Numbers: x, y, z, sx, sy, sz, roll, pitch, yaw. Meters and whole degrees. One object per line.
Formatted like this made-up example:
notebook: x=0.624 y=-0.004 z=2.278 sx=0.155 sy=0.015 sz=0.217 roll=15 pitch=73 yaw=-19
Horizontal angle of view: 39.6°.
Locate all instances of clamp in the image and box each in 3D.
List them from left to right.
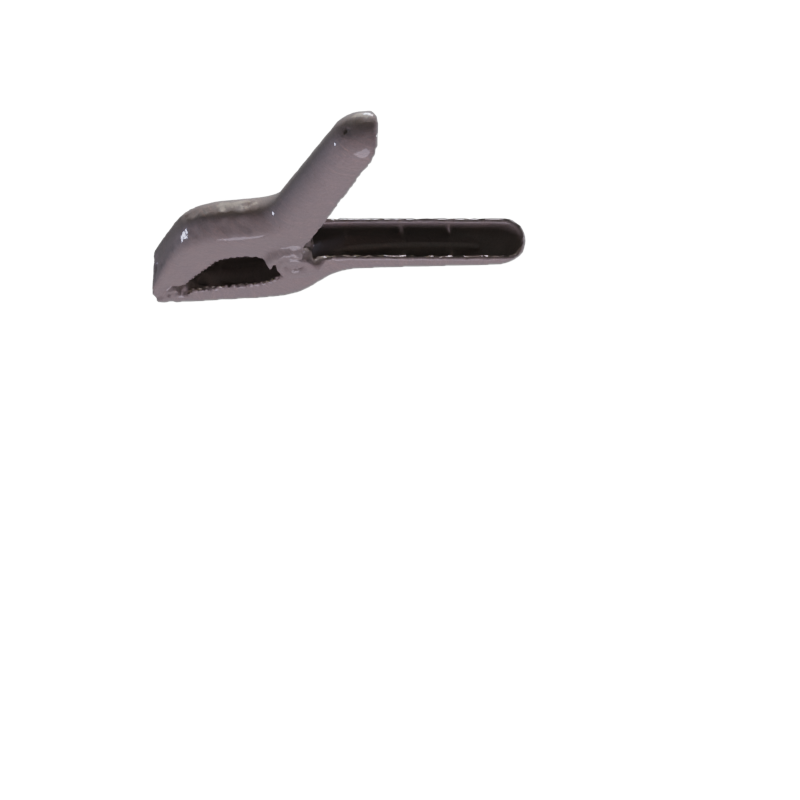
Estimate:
clamp: x=-0.048 y=-0.087 z=0.609 sx=0.213 sy=0.038 sz=0.154 roll=-14 pitch=-23 yaw=37
